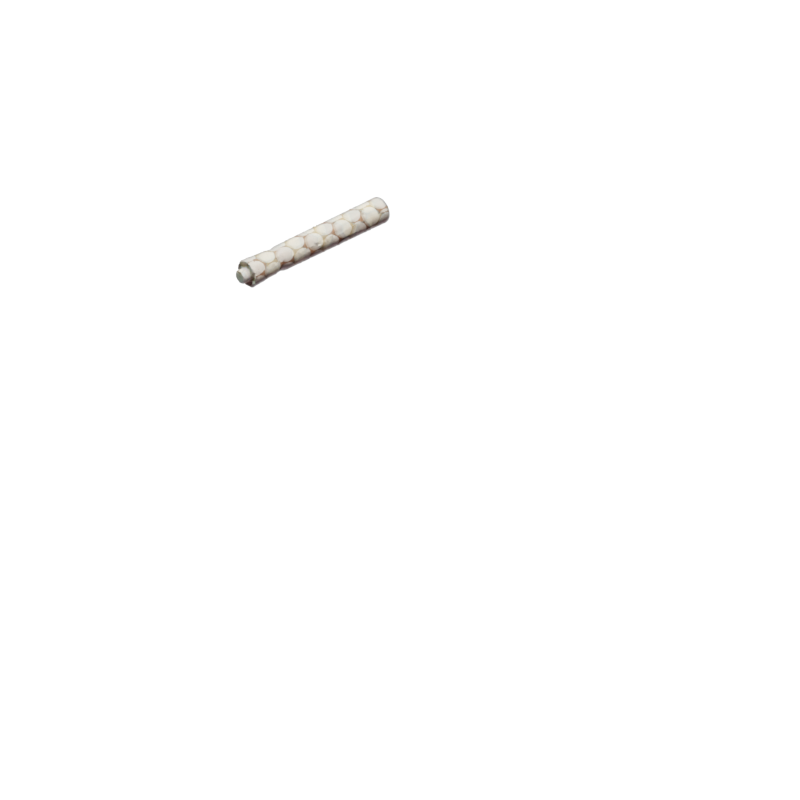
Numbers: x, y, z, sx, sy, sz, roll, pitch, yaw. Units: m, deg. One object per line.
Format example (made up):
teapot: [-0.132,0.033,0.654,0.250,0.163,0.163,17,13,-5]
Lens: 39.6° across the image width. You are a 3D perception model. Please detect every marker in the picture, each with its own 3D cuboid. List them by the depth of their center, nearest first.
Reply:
marker: [-0.057,-0.104,0.730,0.121,0.019,0.021,-31,21,-31]
